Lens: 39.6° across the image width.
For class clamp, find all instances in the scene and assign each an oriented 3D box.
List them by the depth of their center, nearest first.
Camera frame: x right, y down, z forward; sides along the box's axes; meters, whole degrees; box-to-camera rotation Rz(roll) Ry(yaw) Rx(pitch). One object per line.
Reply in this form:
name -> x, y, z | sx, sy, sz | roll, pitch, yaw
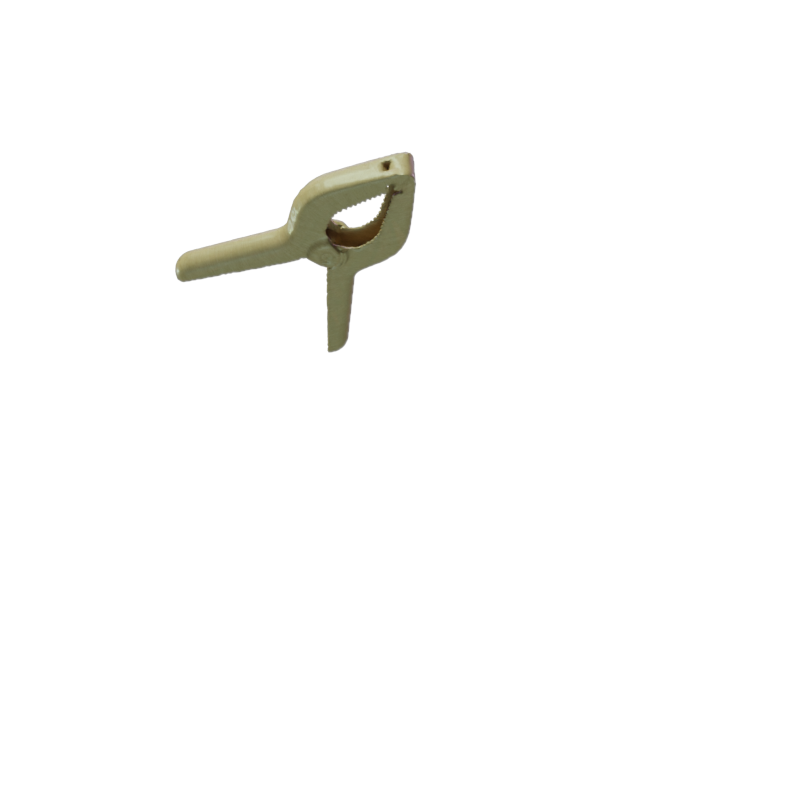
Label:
clamp -> -0.068, -0.123, 0.865 | 0.158, 0.039, 0.204 | 21, -45, -24
